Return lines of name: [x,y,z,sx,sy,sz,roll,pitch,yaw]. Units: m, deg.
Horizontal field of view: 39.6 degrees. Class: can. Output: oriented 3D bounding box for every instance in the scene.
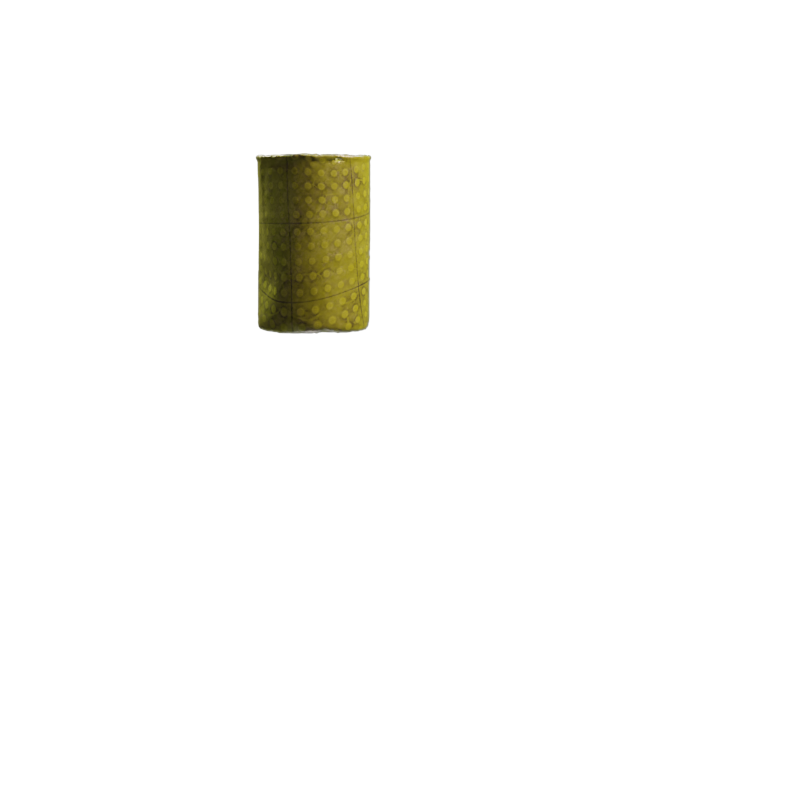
can: [-0.051,-0.093,0.654,0.068,0.101,0.069,0,5,-2]
